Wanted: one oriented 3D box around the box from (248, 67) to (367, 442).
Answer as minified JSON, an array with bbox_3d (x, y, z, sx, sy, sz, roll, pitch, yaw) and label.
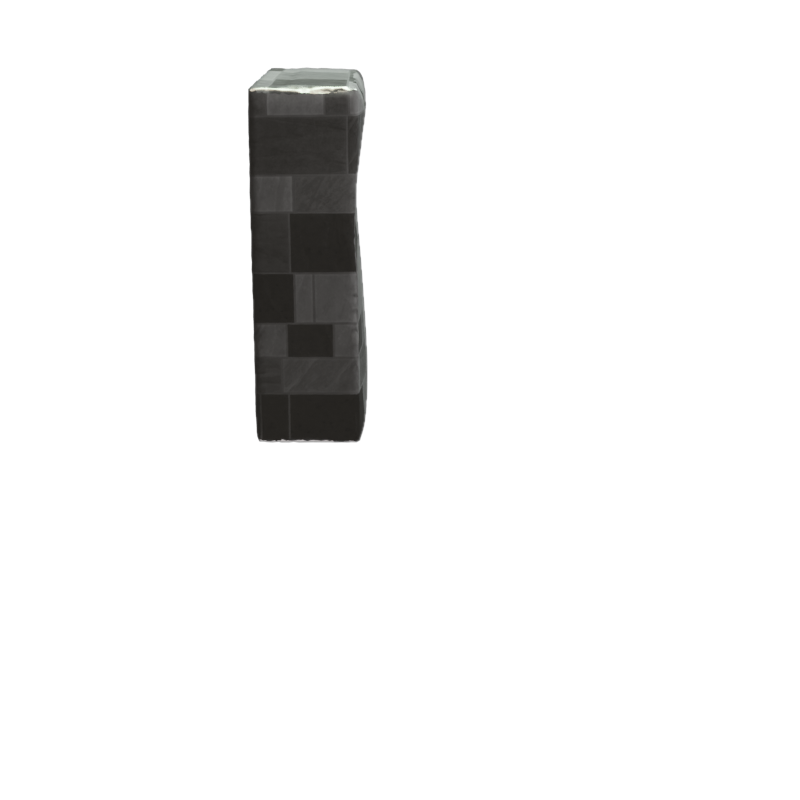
[{"bbox_3d":[-0.056,-0.102,0.717,0.072,0.207,0.170,0,16,-2],"label":"box"}]
